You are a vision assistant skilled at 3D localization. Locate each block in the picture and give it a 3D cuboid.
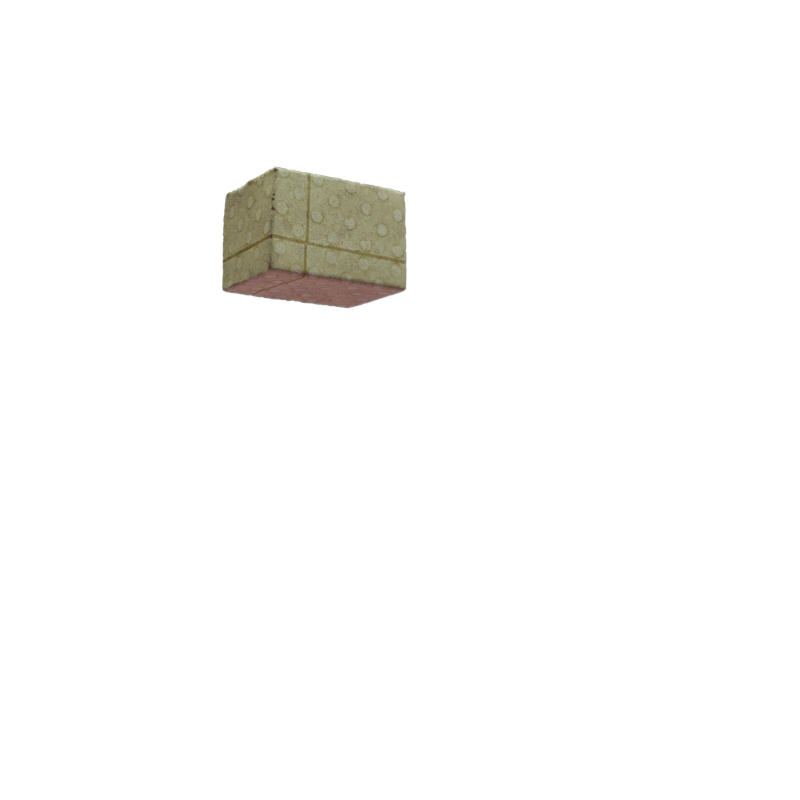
[{"bbox_3d":[-0.043,-0.078,0.547,0.075,0.053,0.053,6,-13,-33],"label":"block"}]
